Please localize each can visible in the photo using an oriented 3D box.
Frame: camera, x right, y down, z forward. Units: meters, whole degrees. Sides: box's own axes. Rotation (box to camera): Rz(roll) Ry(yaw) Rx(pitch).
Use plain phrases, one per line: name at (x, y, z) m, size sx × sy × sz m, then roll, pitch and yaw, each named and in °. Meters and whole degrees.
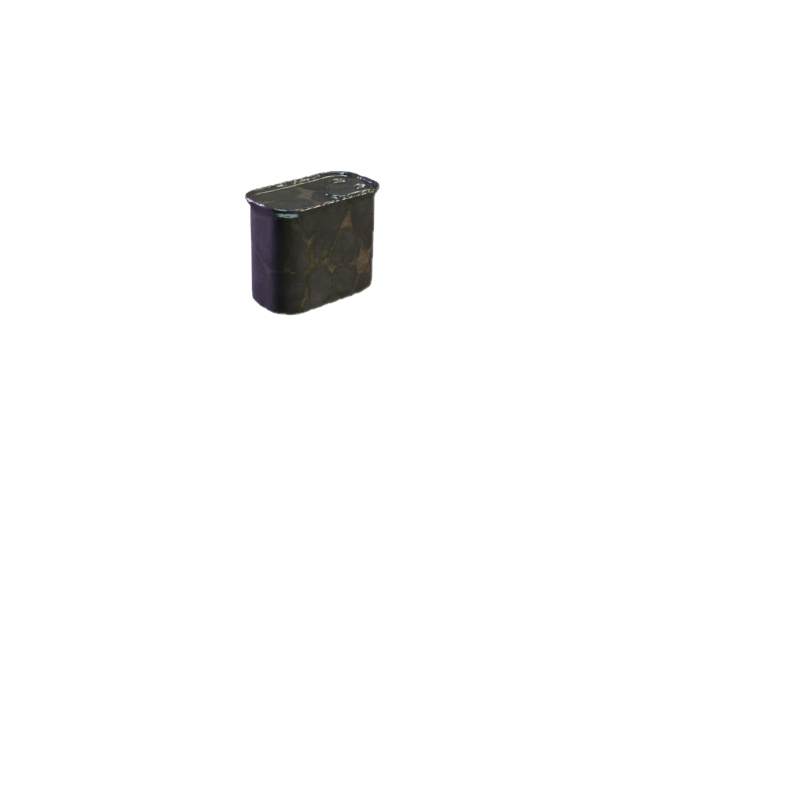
can at (-0.065, -0.119, 0.834) m, size 0.101 × 0.080 × 0.061 m, roll -21°, pitch 32°, yaw -38°
